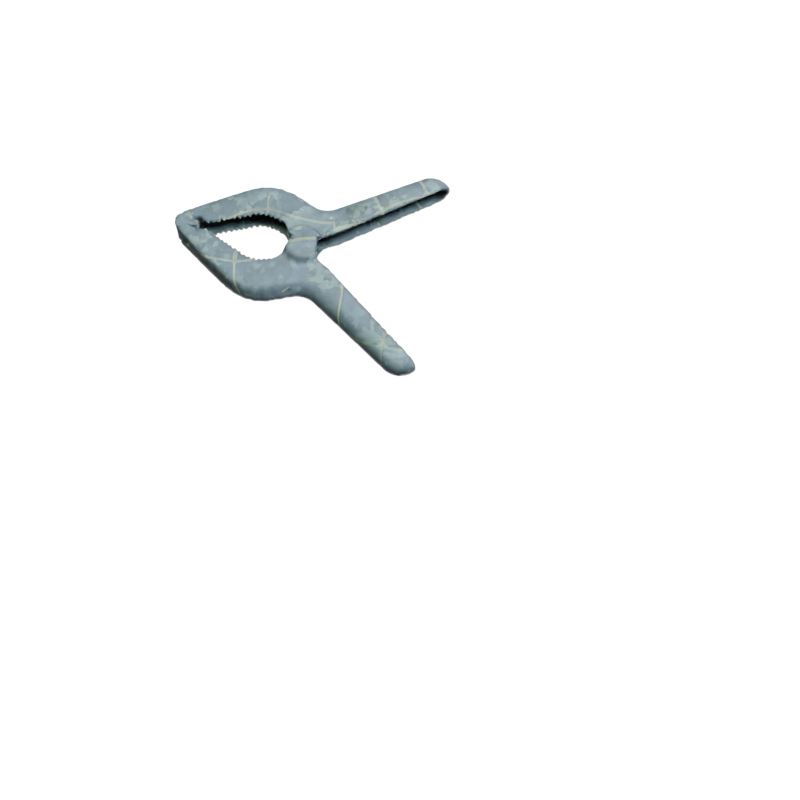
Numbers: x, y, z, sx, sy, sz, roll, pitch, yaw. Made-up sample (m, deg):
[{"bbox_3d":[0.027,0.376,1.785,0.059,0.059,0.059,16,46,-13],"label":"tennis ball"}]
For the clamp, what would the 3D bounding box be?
[{"bbox_3d":[-0.067,-0.122,0.857,0.213,0.171,0.034,17,-25,8],"label":"clamp"}]
